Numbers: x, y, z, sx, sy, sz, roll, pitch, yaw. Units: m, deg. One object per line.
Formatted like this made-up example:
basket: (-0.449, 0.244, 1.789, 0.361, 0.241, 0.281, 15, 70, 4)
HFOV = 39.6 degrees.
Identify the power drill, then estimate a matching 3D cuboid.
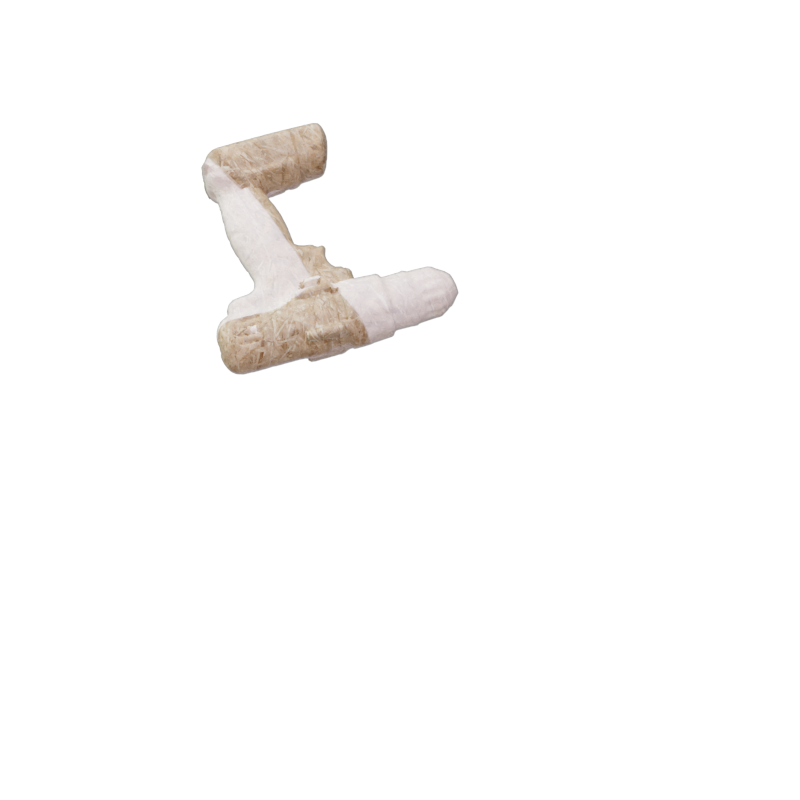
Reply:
power drill: (-0.067, -0.123, 0.861, 0.183, 0.200, 0.054, -15, -27, -9)
